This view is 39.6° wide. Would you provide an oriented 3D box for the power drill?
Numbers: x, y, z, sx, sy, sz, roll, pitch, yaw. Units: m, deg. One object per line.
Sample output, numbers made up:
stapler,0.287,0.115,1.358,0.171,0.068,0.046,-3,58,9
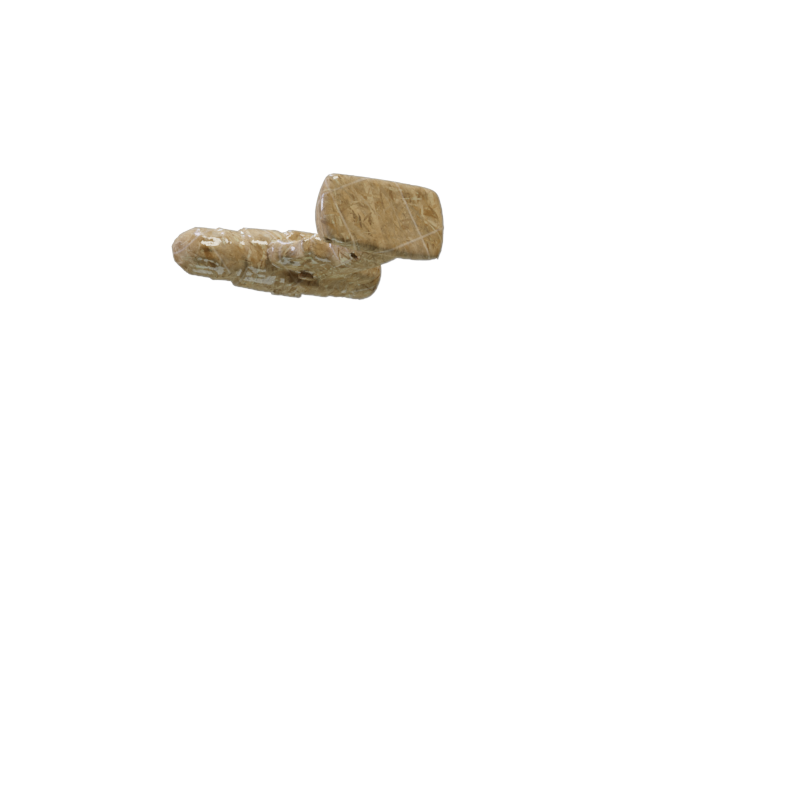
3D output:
power drill,-0.068,-0.125,0.873,0.178,0.059,0.190,4,-8,-28
